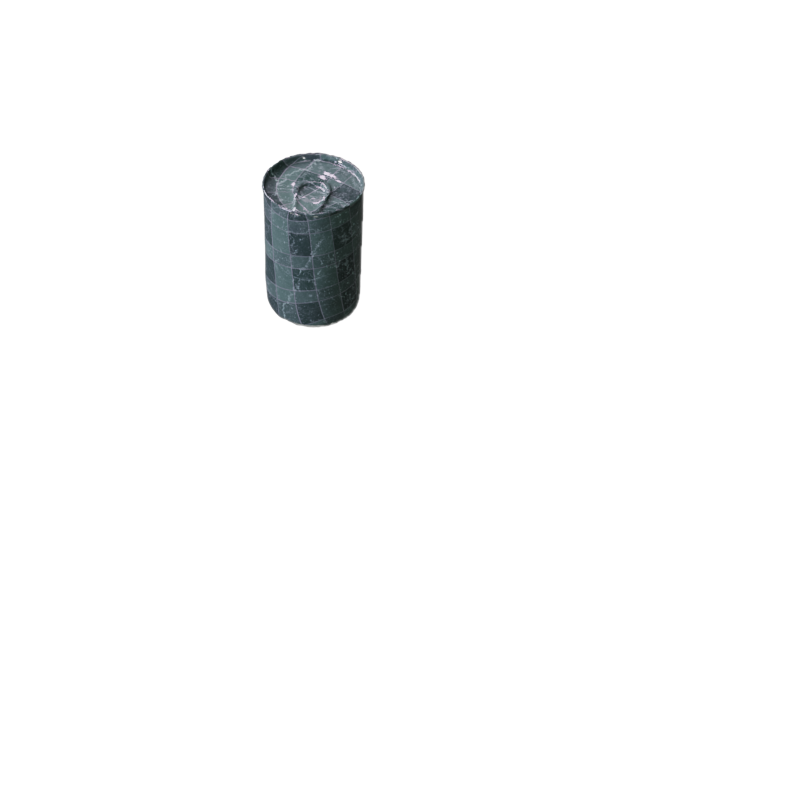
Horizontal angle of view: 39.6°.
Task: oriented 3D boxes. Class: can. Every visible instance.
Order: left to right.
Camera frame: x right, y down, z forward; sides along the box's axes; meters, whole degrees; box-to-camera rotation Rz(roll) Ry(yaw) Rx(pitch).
[{"bbox_3d":[-0.060,-0.109,0.760,0.068,0.095,0.074,0,43,-3],"label":"can"}]
